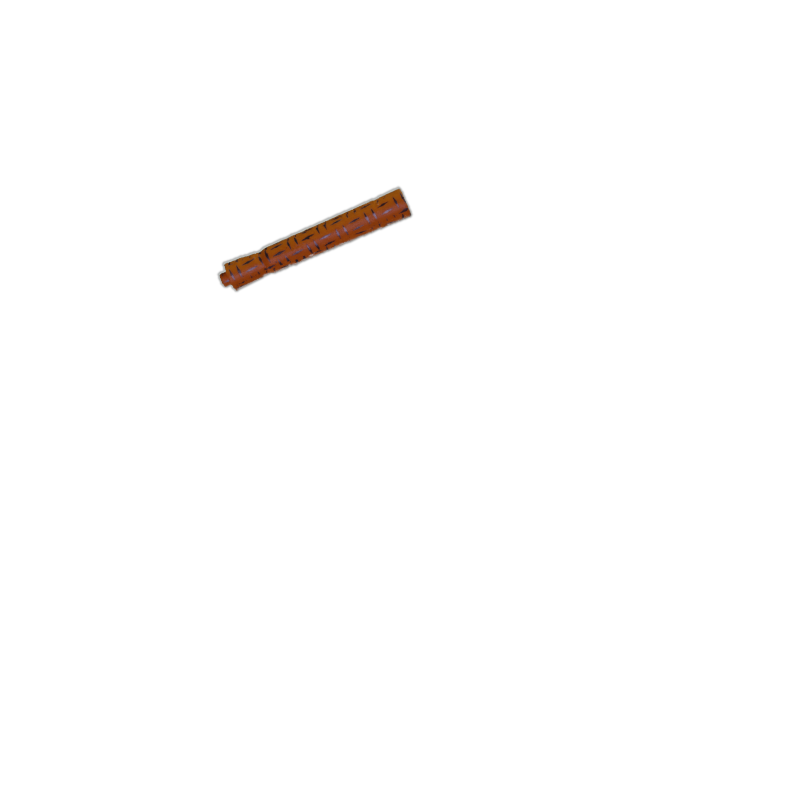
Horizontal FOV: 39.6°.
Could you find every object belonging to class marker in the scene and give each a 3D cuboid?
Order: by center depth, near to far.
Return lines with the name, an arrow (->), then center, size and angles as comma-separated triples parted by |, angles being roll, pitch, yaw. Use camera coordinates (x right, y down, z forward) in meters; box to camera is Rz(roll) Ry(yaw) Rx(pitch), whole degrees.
marker -> -0.052, -0.095, 0.663 | 0.121, 0.020, 0.020 | -23, 2, 6
